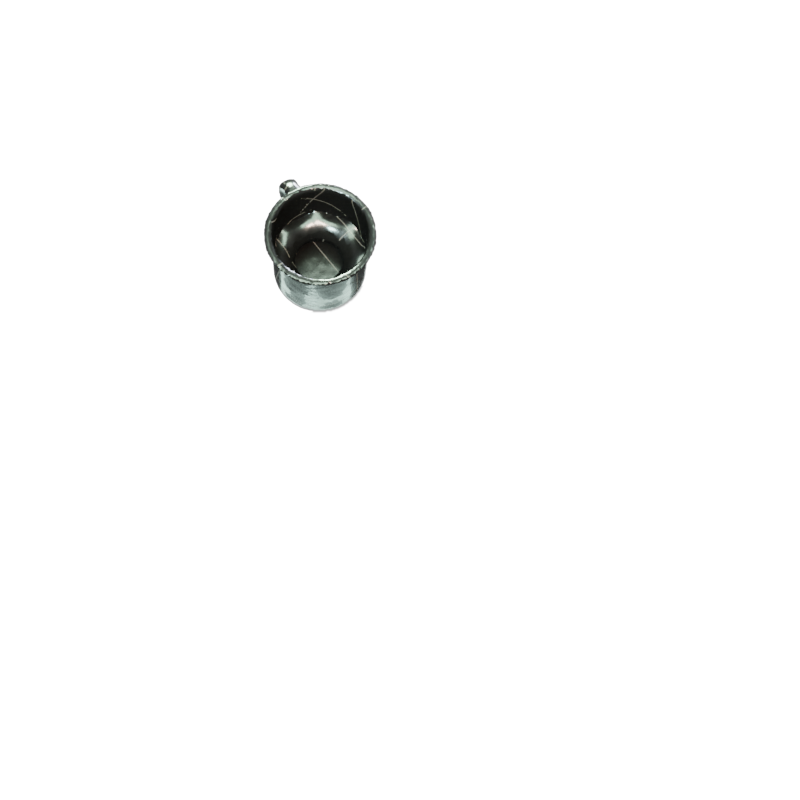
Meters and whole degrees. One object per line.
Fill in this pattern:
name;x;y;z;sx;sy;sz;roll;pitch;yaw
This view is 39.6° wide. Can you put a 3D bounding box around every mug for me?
mug;-0.075;-0.137;0.956;0.093;0.123;0.077;-27;-19;-12
